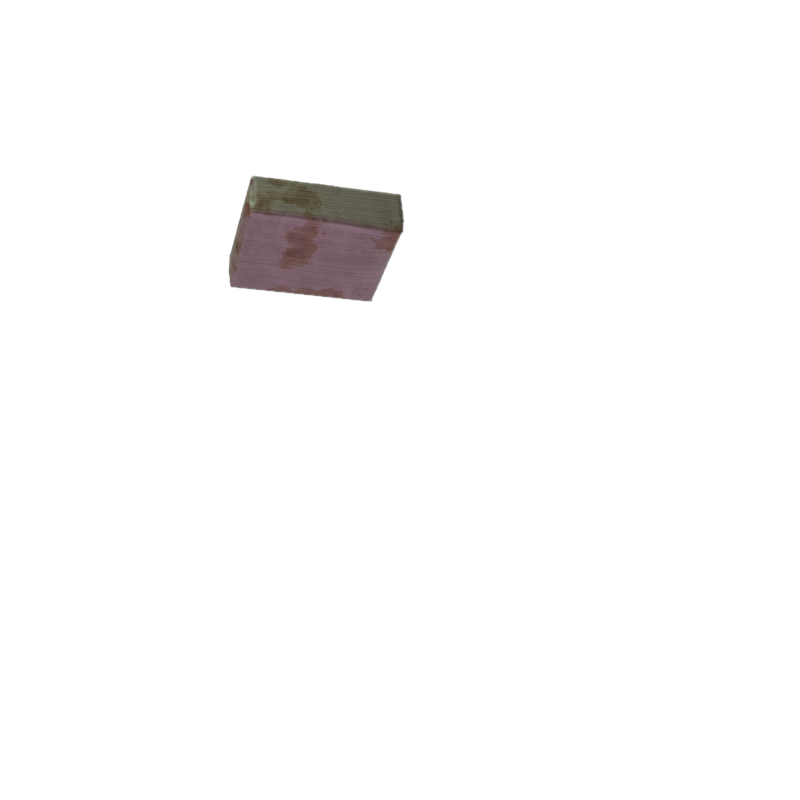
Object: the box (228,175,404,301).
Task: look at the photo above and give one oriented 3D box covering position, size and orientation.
[{"bbox_3d":[-0.063,-0.115,0.807,0.111,0.042,0.085,8,-35,-12],"label":"box"}]
